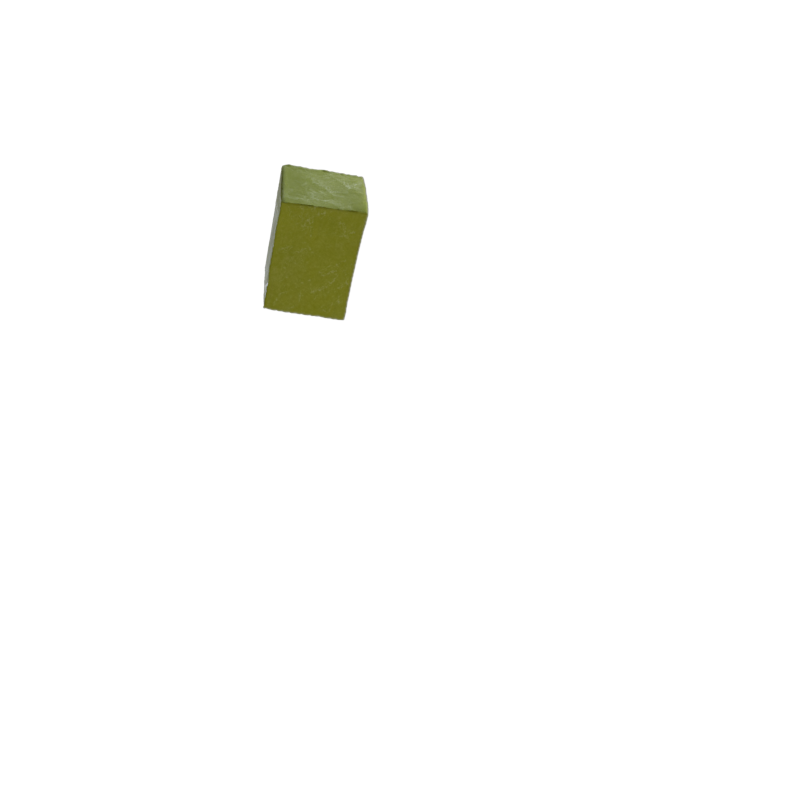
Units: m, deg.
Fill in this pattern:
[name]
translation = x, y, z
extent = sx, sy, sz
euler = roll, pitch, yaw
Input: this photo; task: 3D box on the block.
[block]
translation = -0.053, -0.096, 0.675
extent = 0.052, 0.074, 0.055
euler = 9, 34, -8
